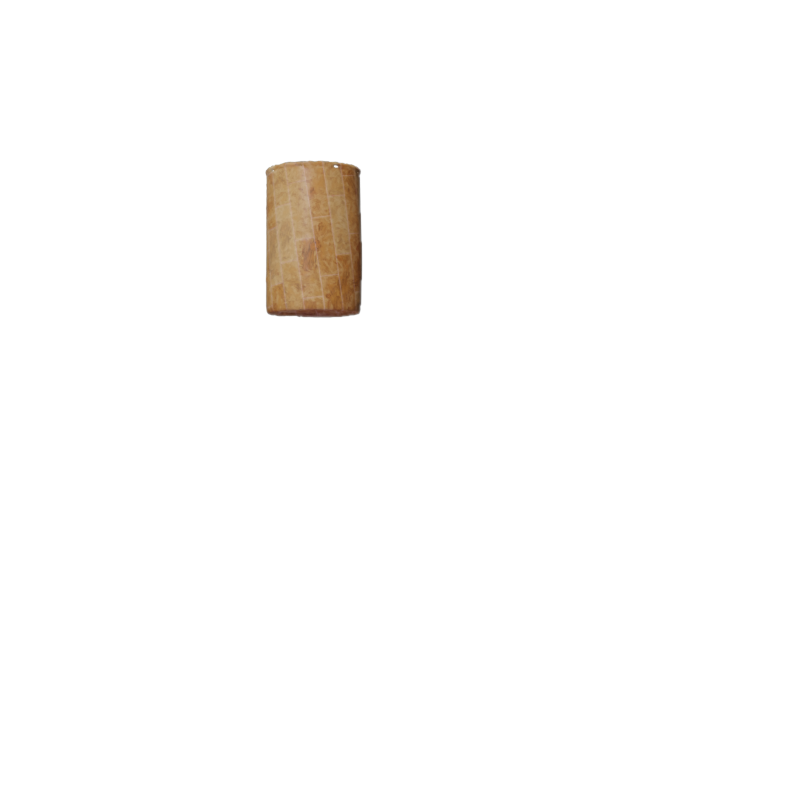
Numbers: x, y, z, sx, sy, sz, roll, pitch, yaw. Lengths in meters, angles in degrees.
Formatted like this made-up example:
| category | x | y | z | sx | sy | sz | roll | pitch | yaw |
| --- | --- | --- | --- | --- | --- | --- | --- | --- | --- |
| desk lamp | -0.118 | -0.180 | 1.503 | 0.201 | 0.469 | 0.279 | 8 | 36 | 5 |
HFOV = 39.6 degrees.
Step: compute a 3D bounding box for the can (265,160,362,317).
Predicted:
| category | x | y | z | sx | sy | sz | roll | pitch | yaw |
| --- | --- | --- | --- | --- | --- | --- | --- | --- | --- |
| can | -0.061 | -0.111 | 0.779 | 0.068 | 0.104 | 0.067 | 0 | -6 | -2 |
